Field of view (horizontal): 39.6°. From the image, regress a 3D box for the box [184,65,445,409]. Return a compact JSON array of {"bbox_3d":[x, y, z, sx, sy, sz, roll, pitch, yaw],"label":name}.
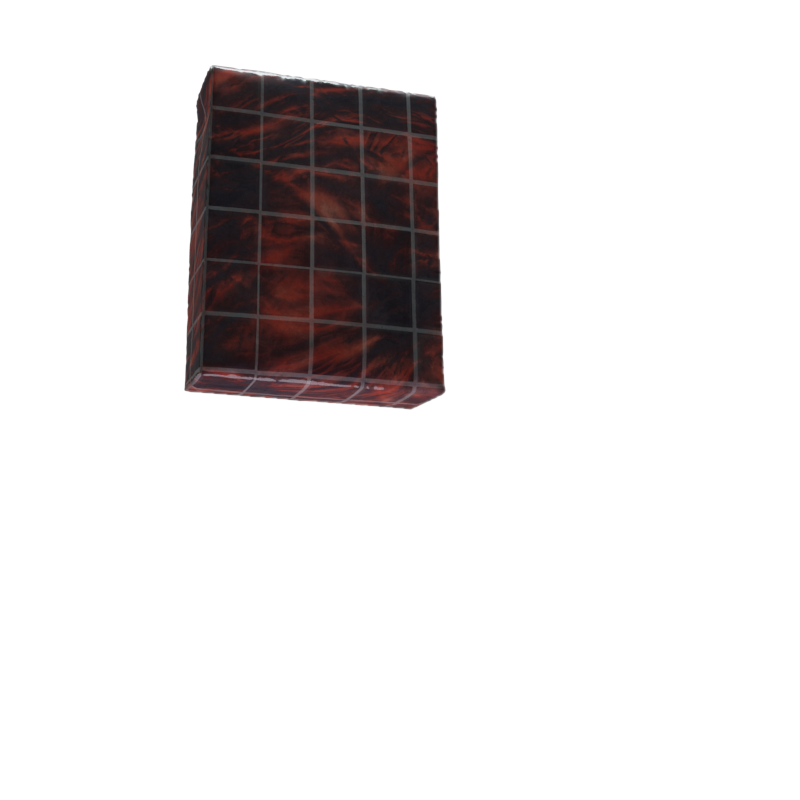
[{"bbox_3d":[-0.059,-0.107,0.752,0.160,0.223,0.070,4,-19,-17],"label":"box"}]
